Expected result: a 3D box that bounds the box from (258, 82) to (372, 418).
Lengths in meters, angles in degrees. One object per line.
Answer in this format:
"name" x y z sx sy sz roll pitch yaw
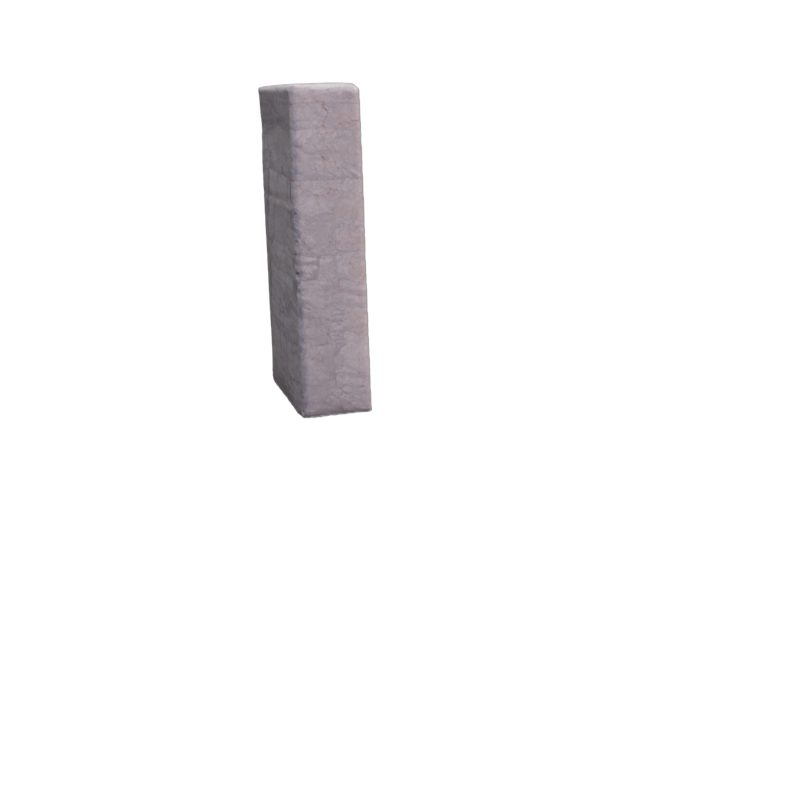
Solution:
"box" -0.048 -0.089 0.621 0.047 0.173 0.097 -2 10 -16
